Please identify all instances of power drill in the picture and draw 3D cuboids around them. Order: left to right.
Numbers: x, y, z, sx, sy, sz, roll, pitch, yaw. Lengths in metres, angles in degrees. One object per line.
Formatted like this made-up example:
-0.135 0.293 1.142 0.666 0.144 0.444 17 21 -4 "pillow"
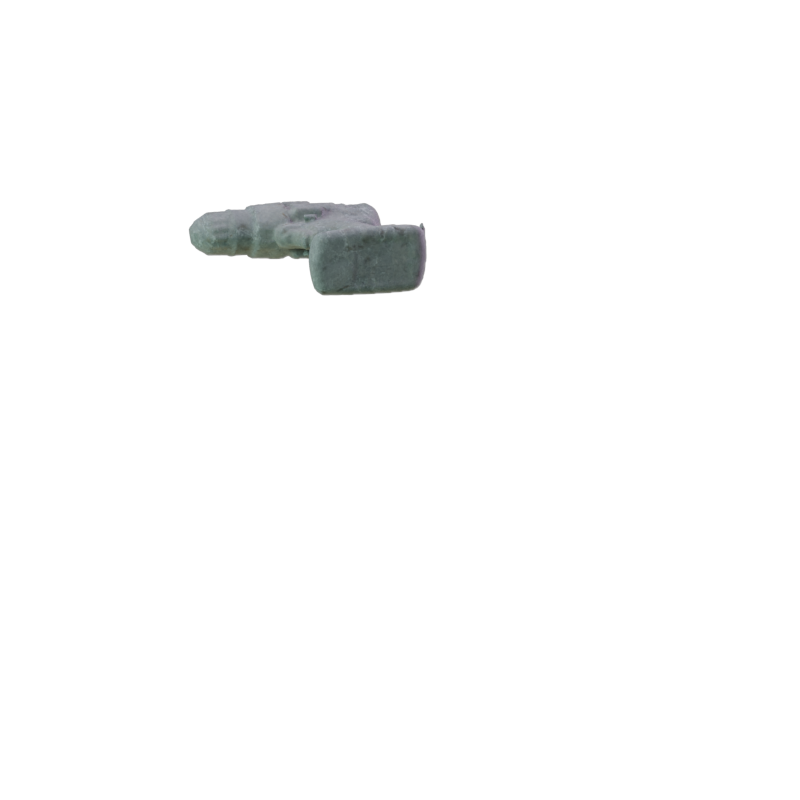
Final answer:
-0.076 -0.139 0.972 0.180 0.055 0.199 -8 21 -23 "power drill"
